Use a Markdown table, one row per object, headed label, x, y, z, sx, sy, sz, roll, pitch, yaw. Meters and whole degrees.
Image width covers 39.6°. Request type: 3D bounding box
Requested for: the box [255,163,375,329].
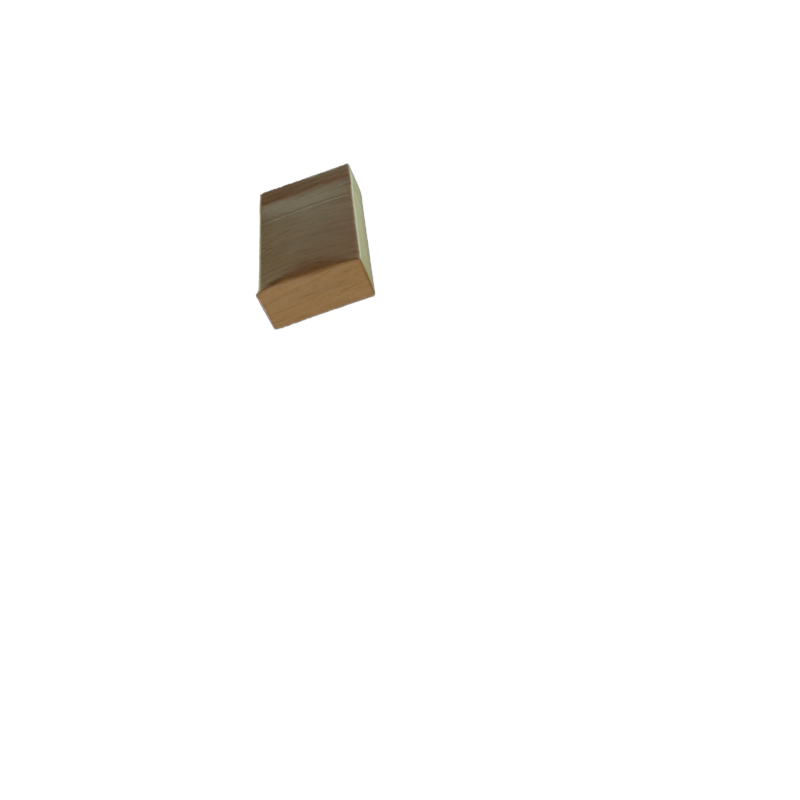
| label | x | y | z | sx | sy | sz | roll | pitch | yaw |
| --- | --- | --- | --- | --- | --- | --- | --- | --- | --- |
| box | -0.076 | -0.139 | 0.976 | 0.094 | 0.045 | 0.188 | -18 | 33 | 8 |
